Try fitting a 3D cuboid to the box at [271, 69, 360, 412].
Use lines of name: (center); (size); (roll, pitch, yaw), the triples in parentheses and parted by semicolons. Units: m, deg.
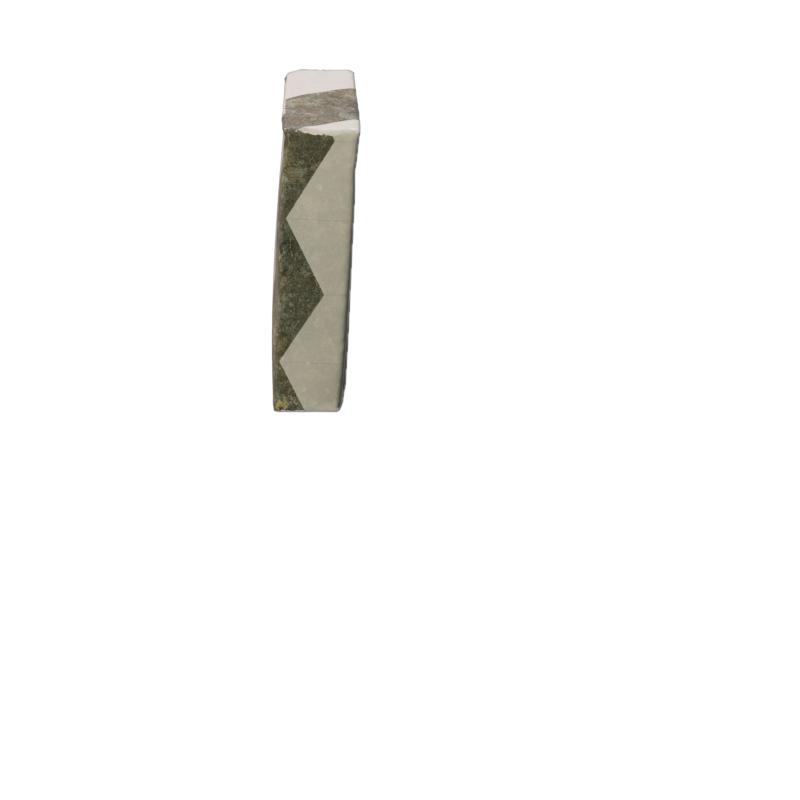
box: (-0.050, -0.090, 0.628); (0.048, 0.166, 0.099); (0, 31, -4)
